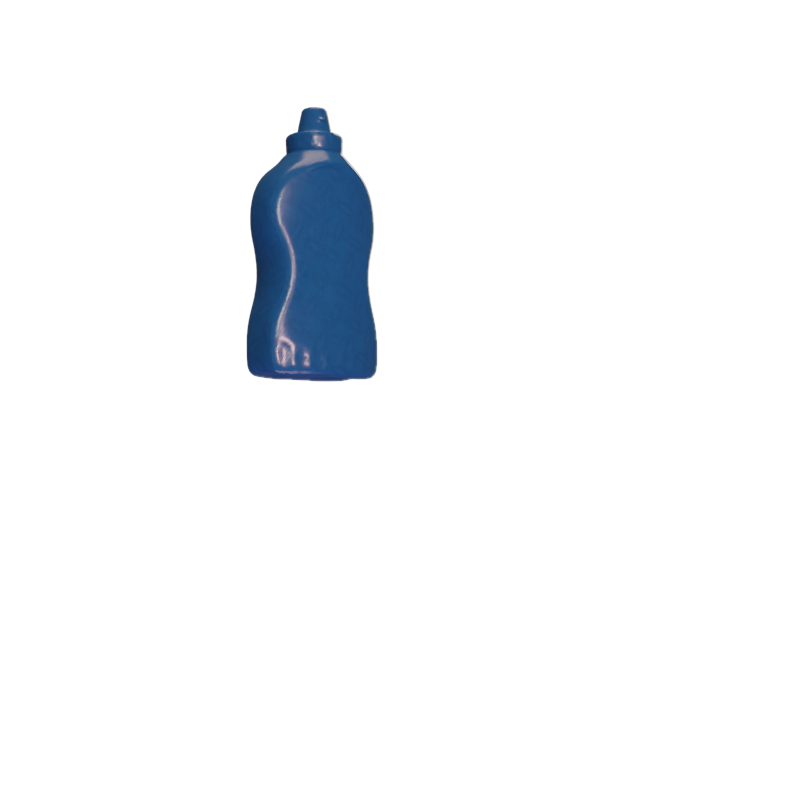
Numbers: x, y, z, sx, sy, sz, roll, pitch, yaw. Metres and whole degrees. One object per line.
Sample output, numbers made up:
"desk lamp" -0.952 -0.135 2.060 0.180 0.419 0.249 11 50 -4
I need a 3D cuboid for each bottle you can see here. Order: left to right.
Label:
"bottle" -0.061 -0.111 0.778 0.092 0.196 0.060 7 -12 -38
